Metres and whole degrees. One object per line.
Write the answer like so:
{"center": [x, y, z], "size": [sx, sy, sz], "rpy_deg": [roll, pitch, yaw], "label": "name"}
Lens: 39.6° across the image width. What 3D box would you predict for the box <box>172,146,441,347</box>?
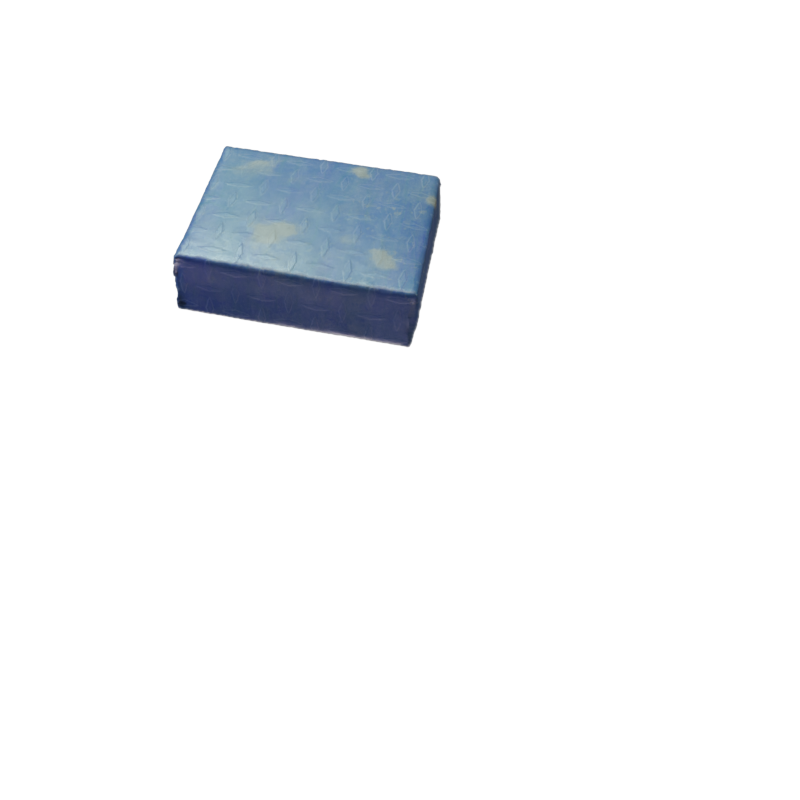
{"center": [-0.041, -0.075, 0.528], "size": [0.115, 0.036, 0.095], "rpy_deg": [7, 43, 7], "label": "box"}
